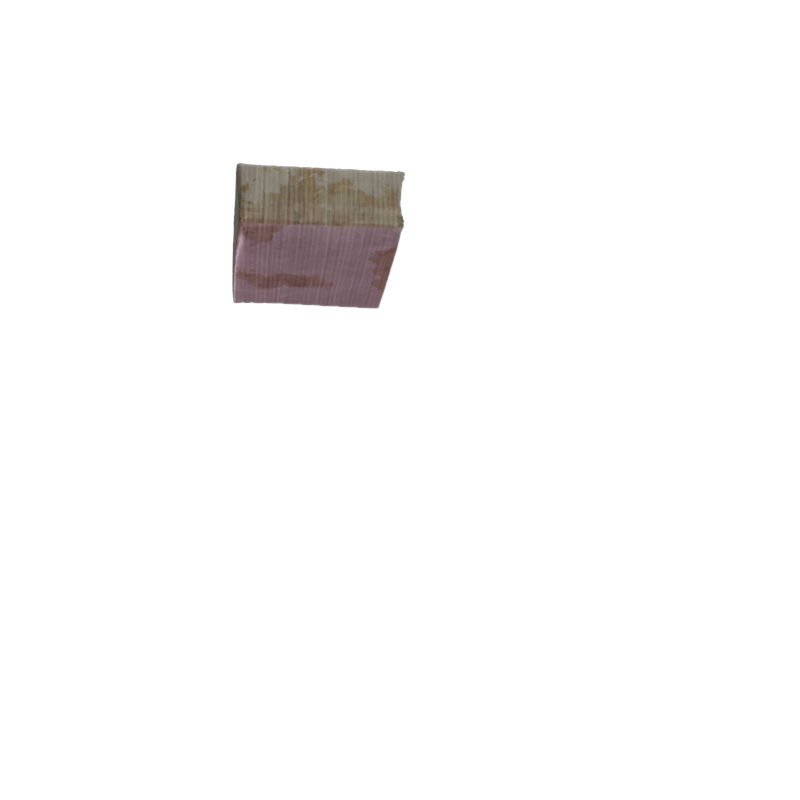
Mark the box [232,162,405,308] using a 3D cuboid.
[{"bbox_3d":[-0.049,-0.089,0.623,0.089,0.041,0.109,2,-18,-7],"label":"box"}]
